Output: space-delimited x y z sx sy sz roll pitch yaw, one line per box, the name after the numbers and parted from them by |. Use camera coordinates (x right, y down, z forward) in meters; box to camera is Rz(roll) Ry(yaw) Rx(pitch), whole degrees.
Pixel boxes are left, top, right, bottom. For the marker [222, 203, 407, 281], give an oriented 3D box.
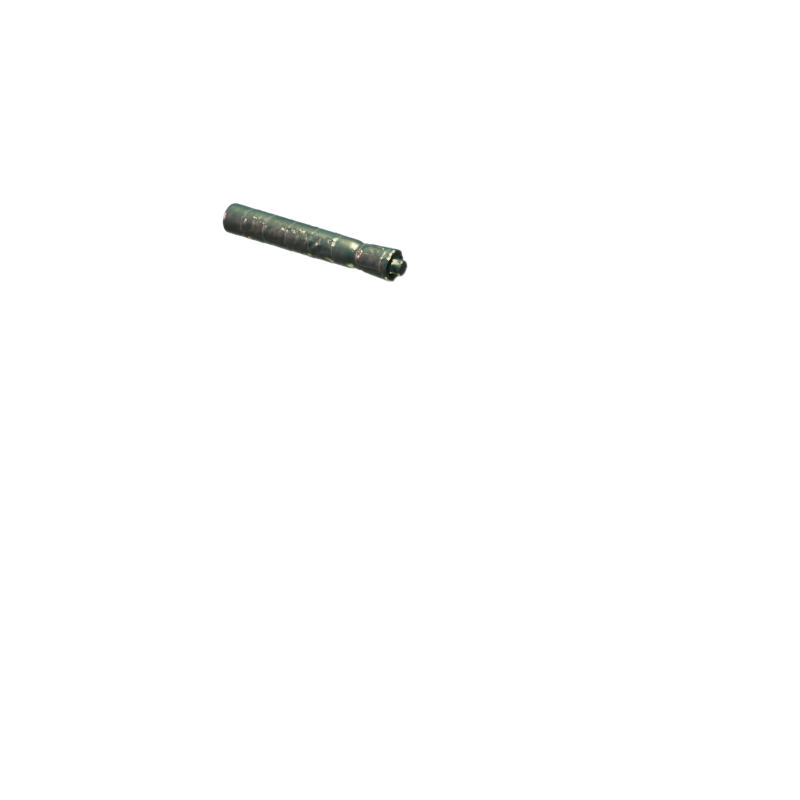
-0.050 -0.092 0.643 0.127 0.019 0.019 20 13 29 | marker
